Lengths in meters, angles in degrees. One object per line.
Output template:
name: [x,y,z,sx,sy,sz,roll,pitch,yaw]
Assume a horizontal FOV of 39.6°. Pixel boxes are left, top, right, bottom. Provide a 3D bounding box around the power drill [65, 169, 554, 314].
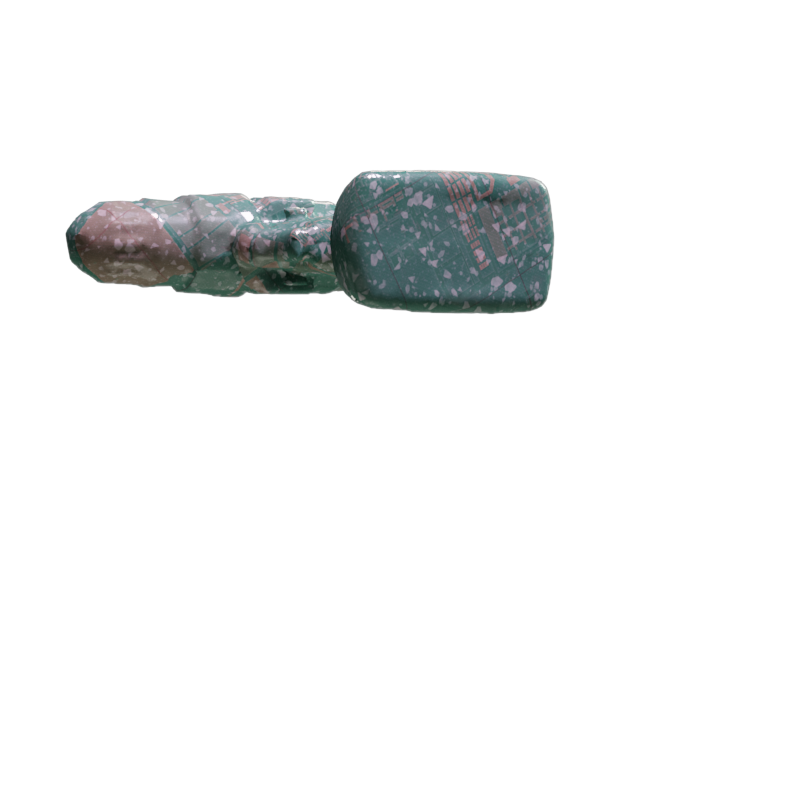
power drill: [-0.039,-0.072,0.504,0.179,0.057,0.196,-5,10,-32]
